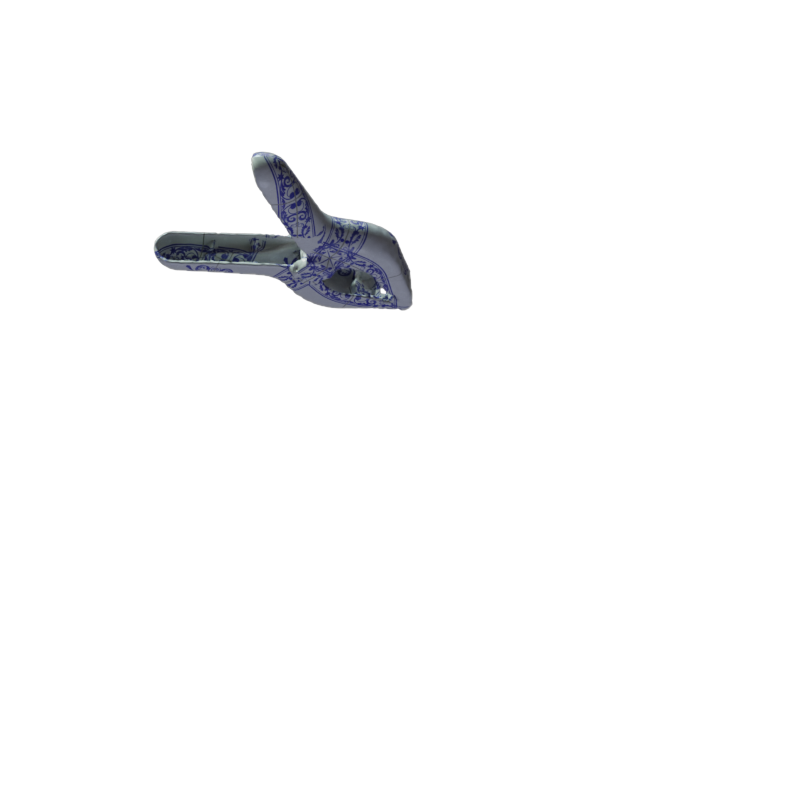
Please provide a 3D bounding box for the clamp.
[{"bbox_3d":[-0.054,-0.099,0.691,0.164,0.041,0.119,12,-24,-28],"label":"clamp"}]
